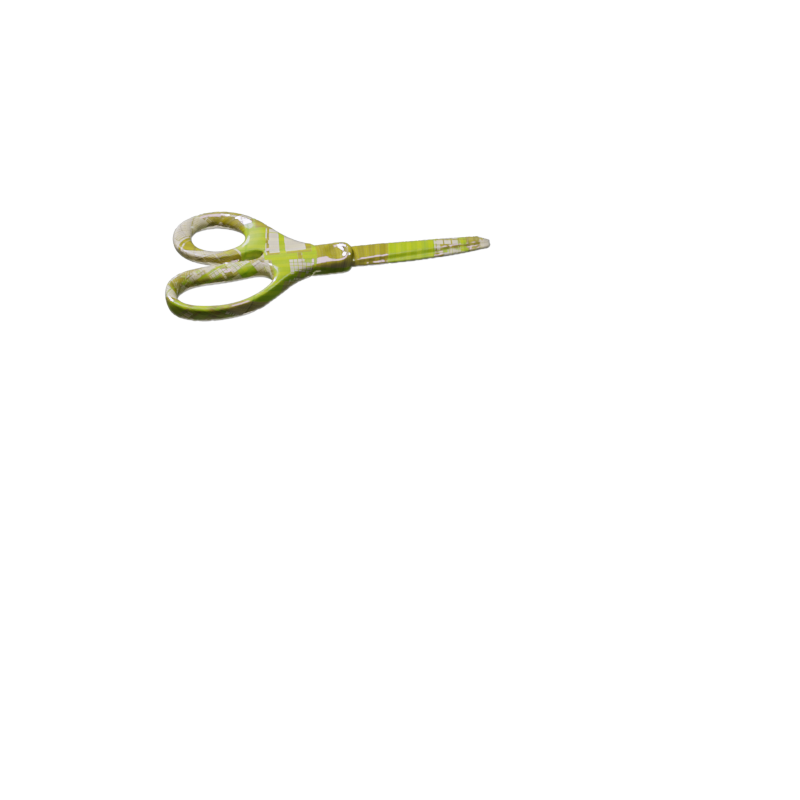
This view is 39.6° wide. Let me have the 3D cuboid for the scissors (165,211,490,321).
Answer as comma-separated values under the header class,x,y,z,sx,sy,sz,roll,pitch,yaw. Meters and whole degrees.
class,x,y,z,sx,sy,sz,roll,pitch,yaw
scissors,-0.054,-0.099,0.695,0.200,0.015,0.104,-19,50,-17
